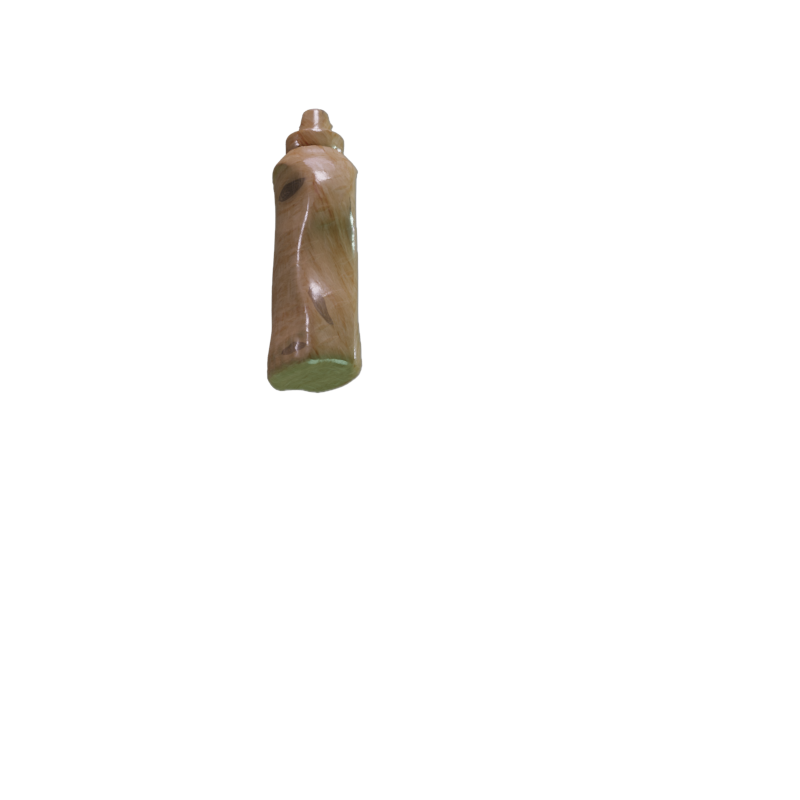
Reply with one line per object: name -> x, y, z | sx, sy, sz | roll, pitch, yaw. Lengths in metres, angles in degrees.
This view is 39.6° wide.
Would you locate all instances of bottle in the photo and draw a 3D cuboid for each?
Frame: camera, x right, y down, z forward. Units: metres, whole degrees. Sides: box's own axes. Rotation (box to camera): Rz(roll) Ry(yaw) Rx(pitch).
bottle -> -0.058, -0.107, 0.749 | 0.057, 0.200, 0.094 | 4, -18, -16
